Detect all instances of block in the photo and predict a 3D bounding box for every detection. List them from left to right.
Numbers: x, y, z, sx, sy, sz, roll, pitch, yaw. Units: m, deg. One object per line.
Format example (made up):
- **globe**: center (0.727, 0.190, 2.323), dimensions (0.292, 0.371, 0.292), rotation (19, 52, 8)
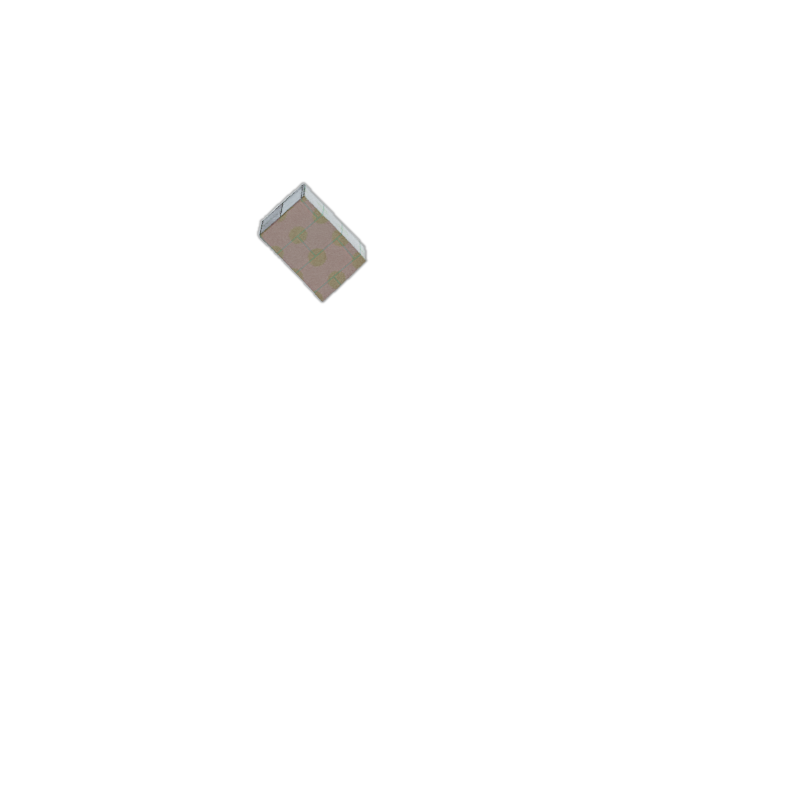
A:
- **block**: center (-0.072, -0.131, 0.916), dimensions (0.052, 0.076, 0.053), rotation (-41, 13, 10)
